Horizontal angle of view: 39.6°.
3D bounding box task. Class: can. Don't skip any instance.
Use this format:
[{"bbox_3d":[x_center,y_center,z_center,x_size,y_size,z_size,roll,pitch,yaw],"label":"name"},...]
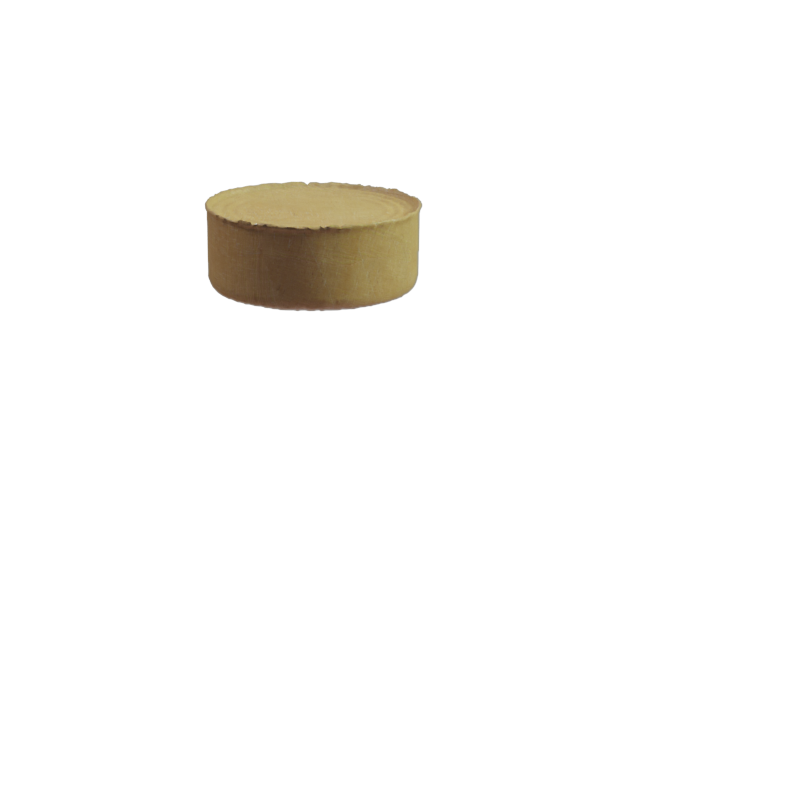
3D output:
[{"bbox_3d":[-0.035,-0.063,0.443,0.086,0.032,0.090,-1,20,-2],"label":"can"}]
